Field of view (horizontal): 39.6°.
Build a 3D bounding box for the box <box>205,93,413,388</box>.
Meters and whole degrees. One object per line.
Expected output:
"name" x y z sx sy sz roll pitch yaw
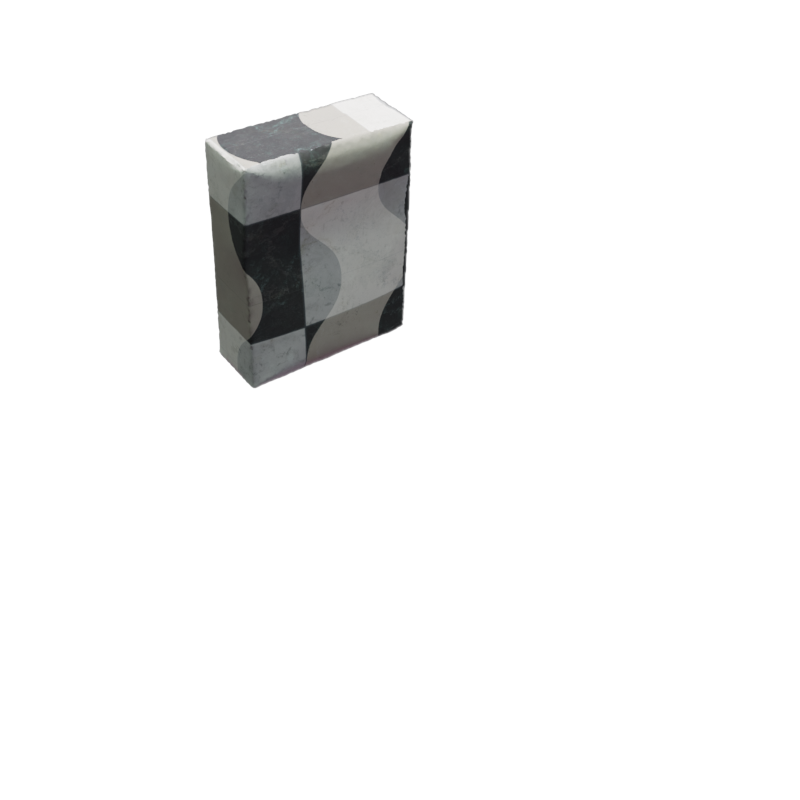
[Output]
"box" -0.074 -0.134 0.941 0.162 0.200 0.077 -22 42 -29
